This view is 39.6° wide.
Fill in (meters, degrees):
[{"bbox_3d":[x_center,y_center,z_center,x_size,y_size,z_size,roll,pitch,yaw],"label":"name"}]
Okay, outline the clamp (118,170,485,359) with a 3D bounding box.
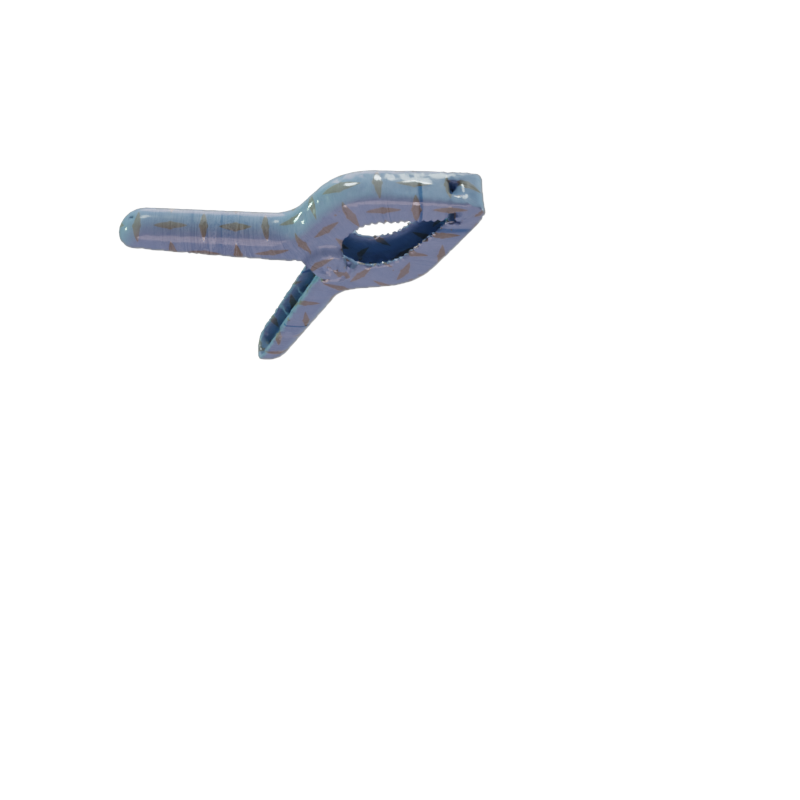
[{"bbox_3d":[-0.052,-0.096,0.669,0.211,0.039,0.153,-20,-37,30],"label":"clamp"}]
